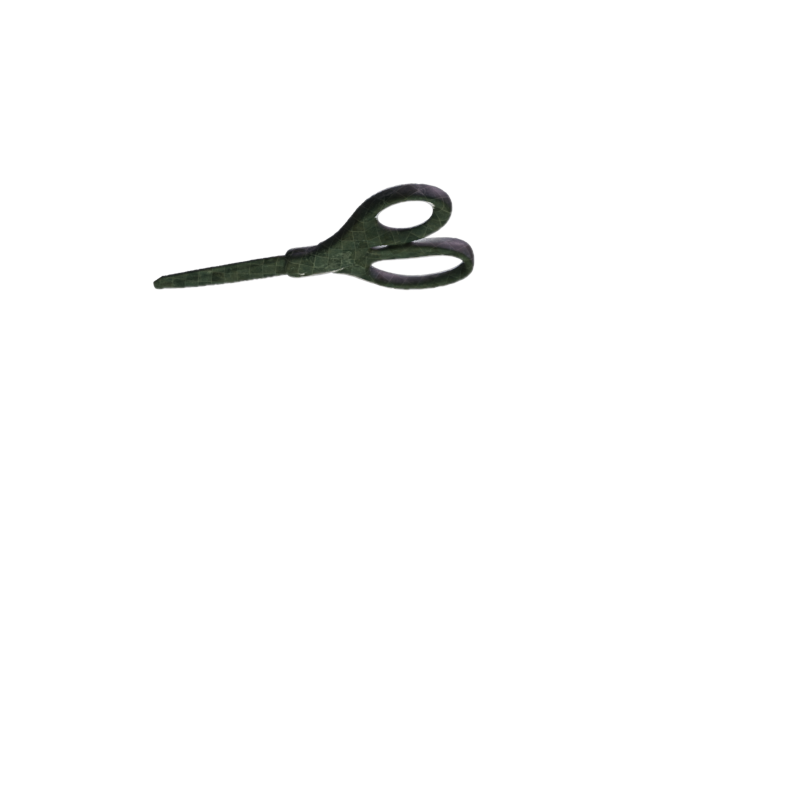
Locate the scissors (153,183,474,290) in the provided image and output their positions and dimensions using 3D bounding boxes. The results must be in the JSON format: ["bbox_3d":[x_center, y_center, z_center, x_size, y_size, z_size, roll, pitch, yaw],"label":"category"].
[{"bbox_3d":[-0.053,-0.097,0.678,0.201,0.017,0.090,2,-37,-2],"label":"scissors"}]
